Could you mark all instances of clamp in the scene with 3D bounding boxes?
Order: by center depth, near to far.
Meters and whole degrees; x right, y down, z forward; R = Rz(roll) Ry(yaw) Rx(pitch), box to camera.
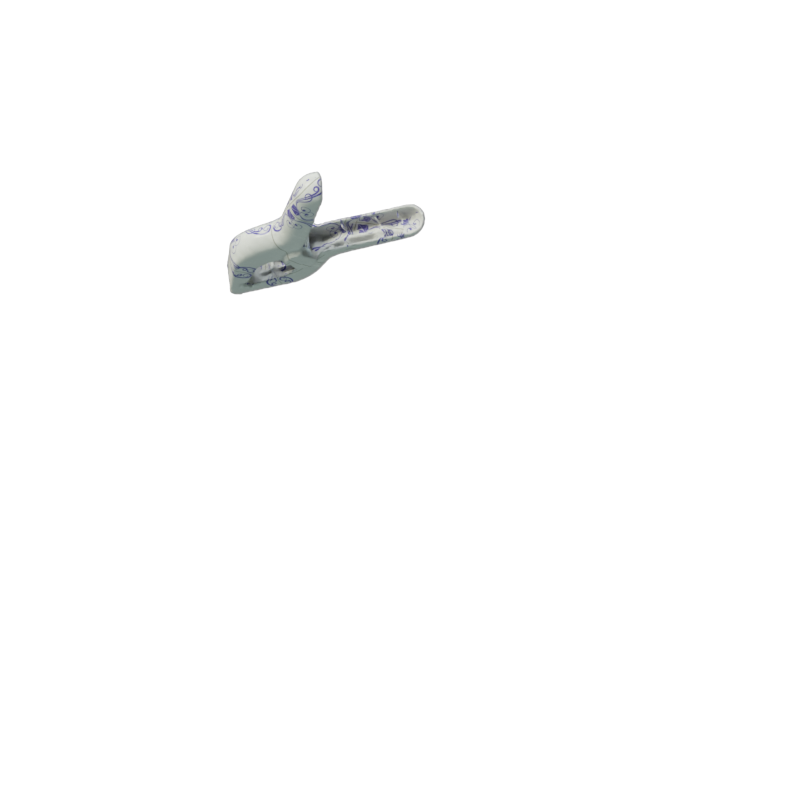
[{"bbox_3d":[-0.067,-0.123,0.859,0.114,0.041,0.171,14,-24,-34],"label":"clamp"}]
